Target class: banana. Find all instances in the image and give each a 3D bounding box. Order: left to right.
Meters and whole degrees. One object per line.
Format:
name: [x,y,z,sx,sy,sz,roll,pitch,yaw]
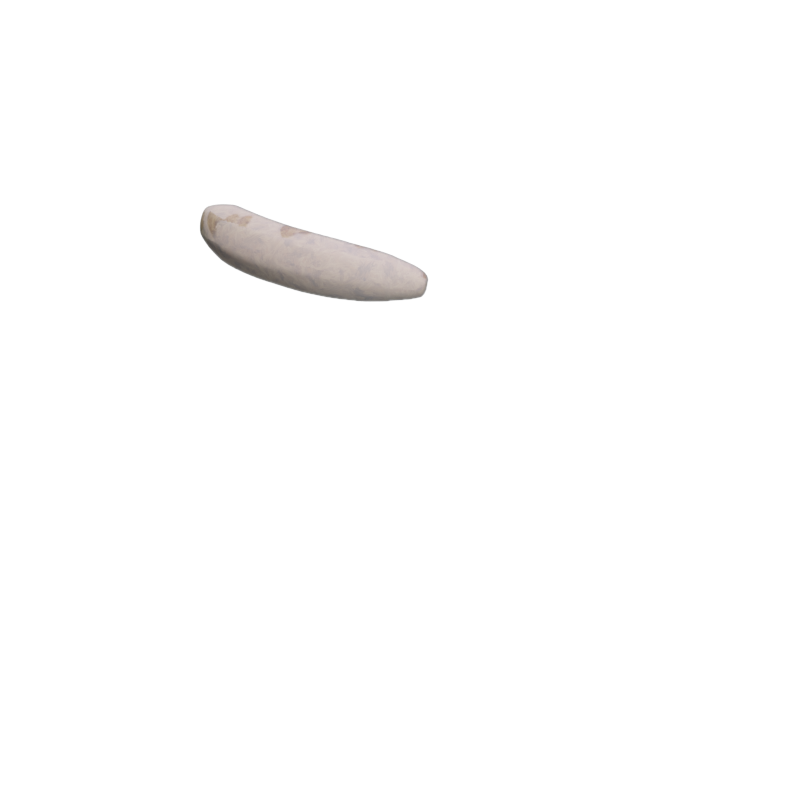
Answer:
banana: [-0.073,-0.099,0.713,0.068,0.035,0.211,-20,32,-37]
